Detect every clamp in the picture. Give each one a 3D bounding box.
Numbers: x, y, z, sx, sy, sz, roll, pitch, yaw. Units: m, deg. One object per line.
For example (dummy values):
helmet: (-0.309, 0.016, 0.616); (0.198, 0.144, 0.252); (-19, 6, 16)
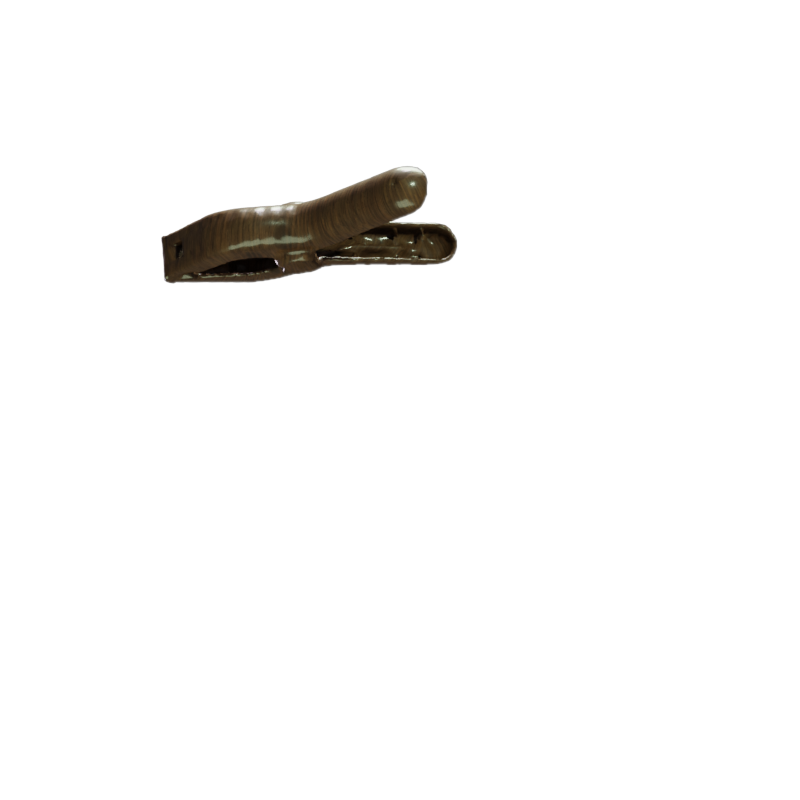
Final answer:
clamp: (-0.050, -0.091, 0.638); (0.175, 0.041, 0.113); (-6, -17, 21)
